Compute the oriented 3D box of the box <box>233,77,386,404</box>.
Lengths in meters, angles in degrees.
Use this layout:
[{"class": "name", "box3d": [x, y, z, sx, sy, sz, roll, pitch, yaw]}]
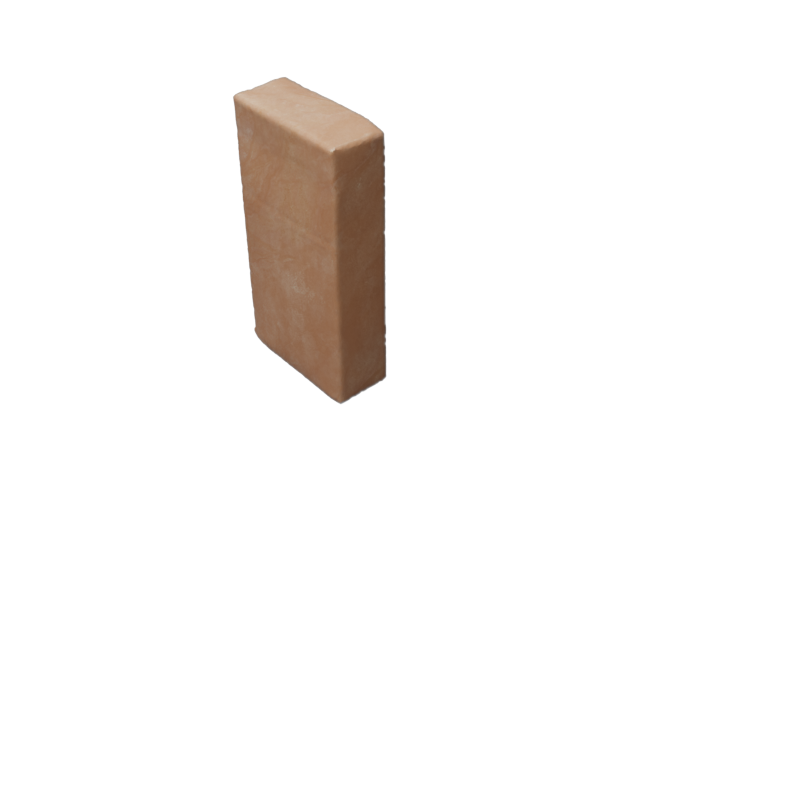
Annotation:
[{"class": "box", "box3d": [-0.051, -0.094, 0.661, 0.048, 0.165, 0.100, -24, 43, -33]}]
